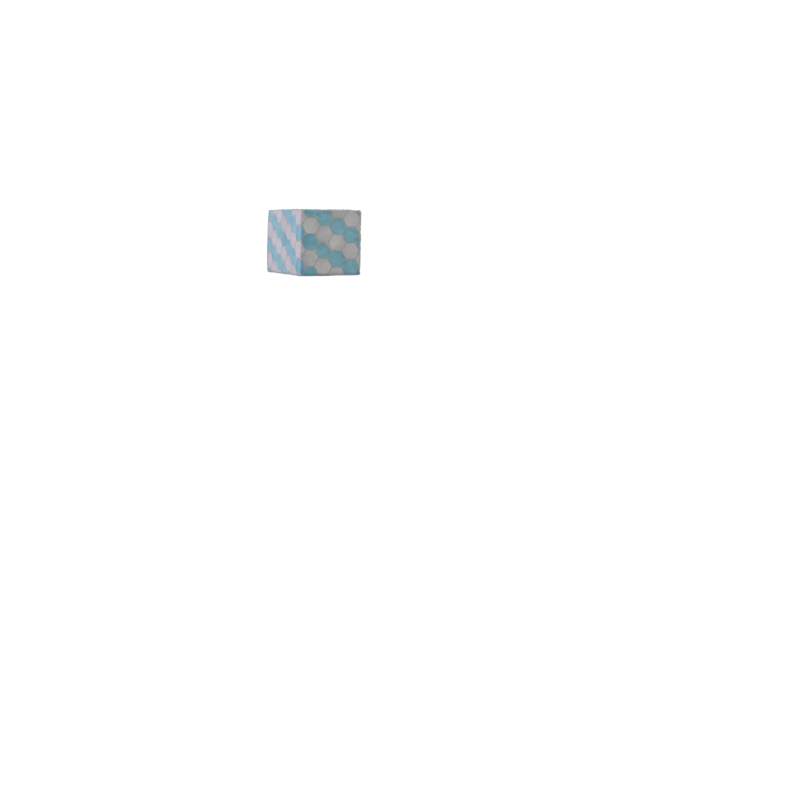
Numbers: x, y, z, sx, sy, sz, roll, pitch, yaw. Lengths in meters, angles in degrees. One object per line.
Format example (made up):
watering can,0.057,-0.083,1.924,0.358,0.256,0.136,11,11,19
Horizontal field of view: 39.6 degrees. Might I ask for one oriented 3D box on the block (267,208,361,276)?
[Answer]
block,-0.069,-0.125,0.879,0.051,0.051,0.081,-2,7,-24
